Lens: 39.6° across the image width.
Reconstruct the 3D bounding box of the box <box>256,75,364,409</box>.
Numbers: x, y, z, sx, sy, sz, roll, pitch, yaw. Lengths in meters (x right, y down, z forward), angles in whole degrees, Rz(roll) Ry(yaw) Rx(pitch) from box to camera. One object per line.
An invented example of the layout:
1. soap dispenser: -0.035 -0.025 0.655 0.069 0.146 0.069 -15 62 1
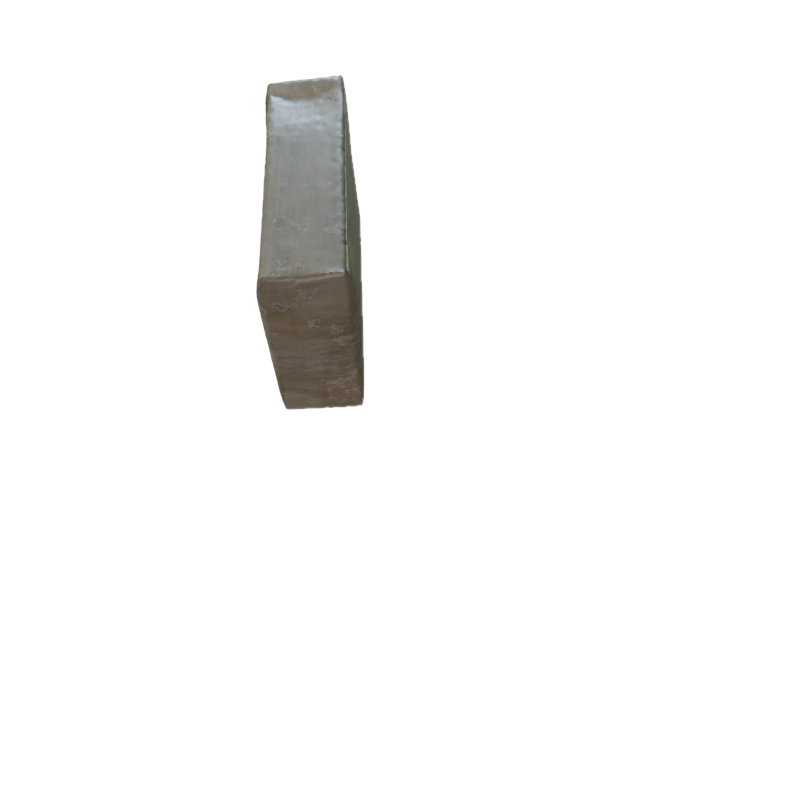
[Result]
1. box: -0.069 -0.126 0.884 0.072 0.229 0.152 -4 -38 1
